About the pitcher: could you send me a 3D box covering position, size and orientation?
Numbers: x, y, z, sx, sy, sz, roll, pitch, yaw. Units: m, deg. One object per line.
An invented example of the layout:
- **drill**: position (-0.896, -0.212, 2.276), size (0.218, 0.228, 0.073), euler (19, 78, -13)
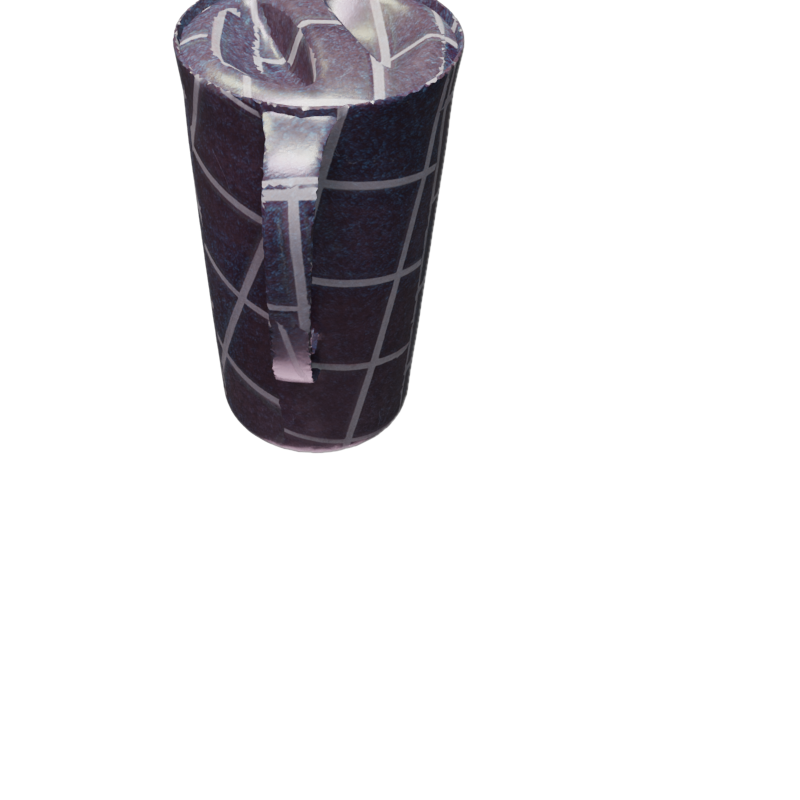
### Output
- **pitcher**: position (-0.045, -0.081, 0.570), size (0.149, 0.227, 0.155), euler (-29, 50, -31)
